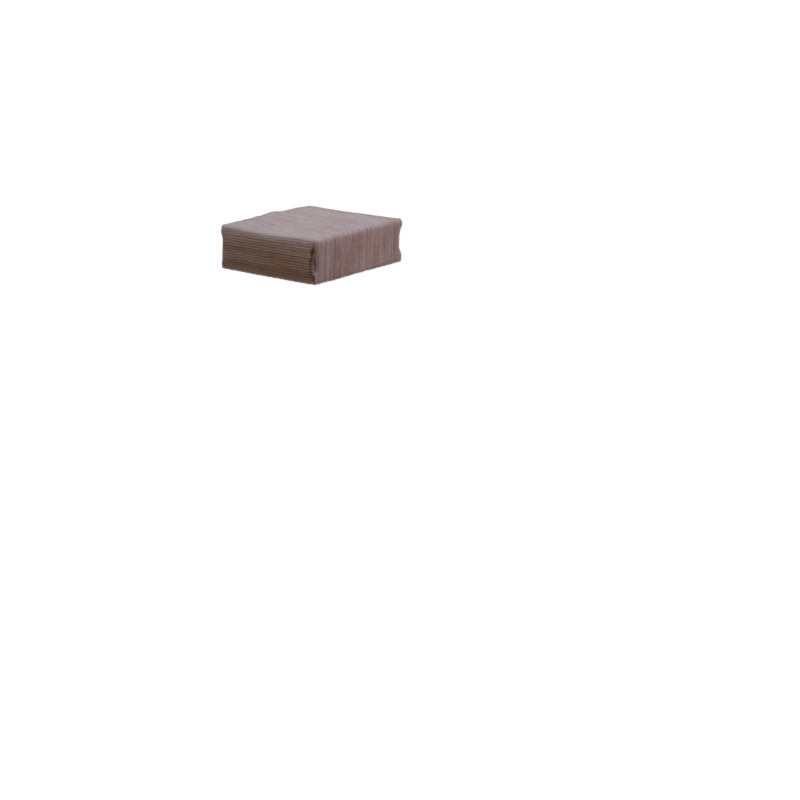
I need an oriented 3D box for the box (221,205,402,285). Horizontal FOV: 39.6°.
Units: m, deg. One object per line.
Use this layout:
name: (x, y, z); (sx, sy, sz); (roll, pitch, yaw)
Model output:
box: (-0.053, -0.096, 0.672); (0.077, 0.029, 0.088); (13, 23, 34)
